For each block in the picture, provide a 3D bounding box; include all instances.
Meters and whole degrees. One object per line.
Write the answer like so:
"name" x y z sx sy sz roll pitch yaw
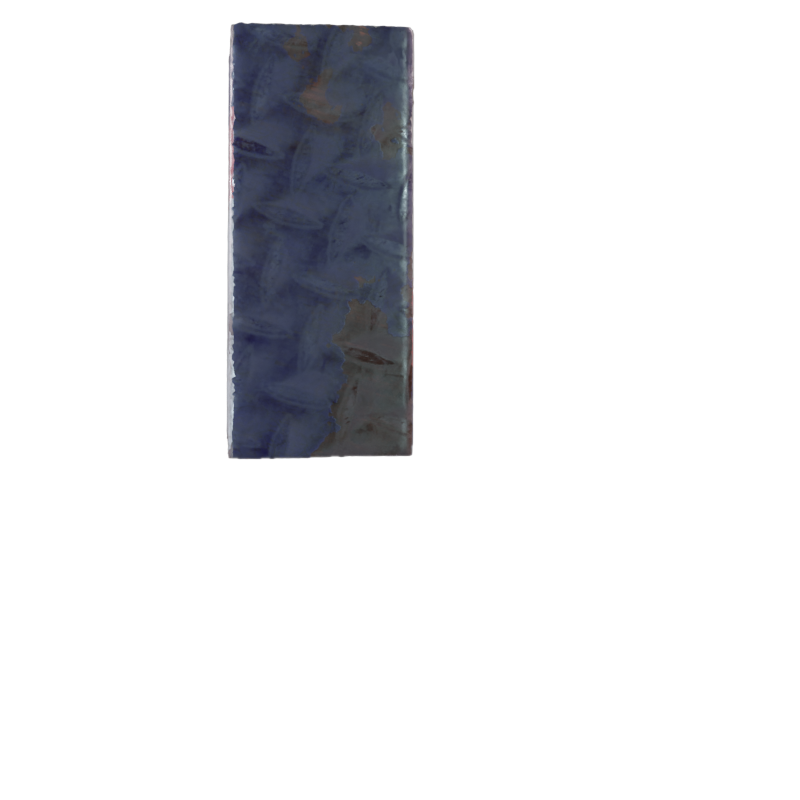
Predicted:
"block" -0.044 -0.081 0.568 0.089 0.207 0.091 0 0 -8
